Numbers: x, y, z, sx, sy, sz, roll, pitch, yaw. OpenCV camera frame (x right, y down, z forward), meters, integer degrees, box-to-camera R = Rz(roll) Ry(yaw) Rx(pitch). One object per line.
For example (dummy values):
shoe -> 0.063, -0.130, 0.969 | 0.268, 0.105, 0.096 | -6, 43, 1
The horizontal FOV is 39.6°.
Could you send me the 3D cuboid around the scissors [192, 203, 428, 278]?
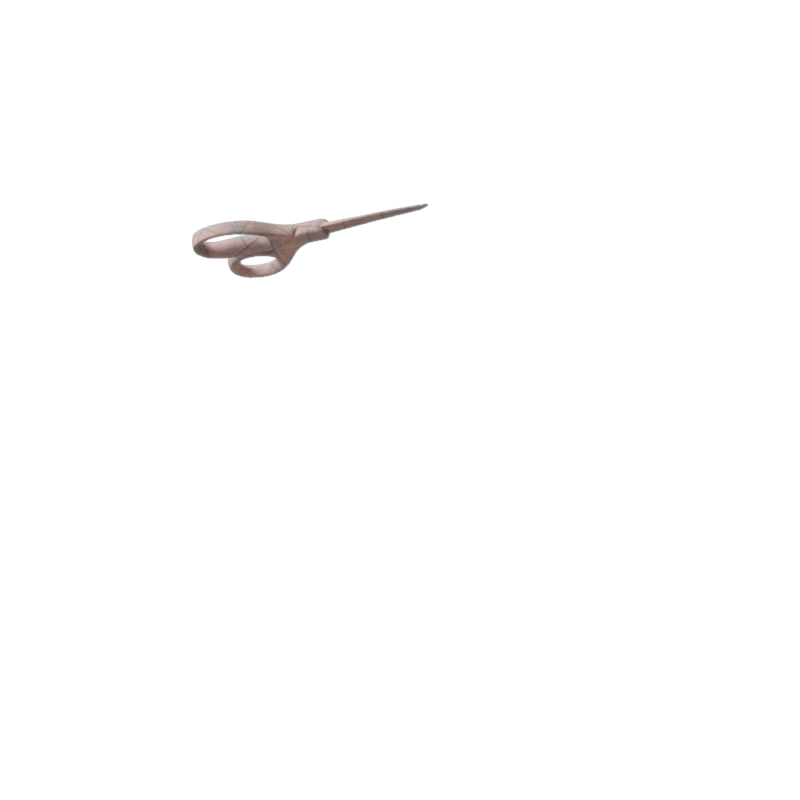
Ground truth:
scissors -> -0.073, -0.133, 0.932 | 0.204, 0.017, 0.090 | -3, -20, 9
